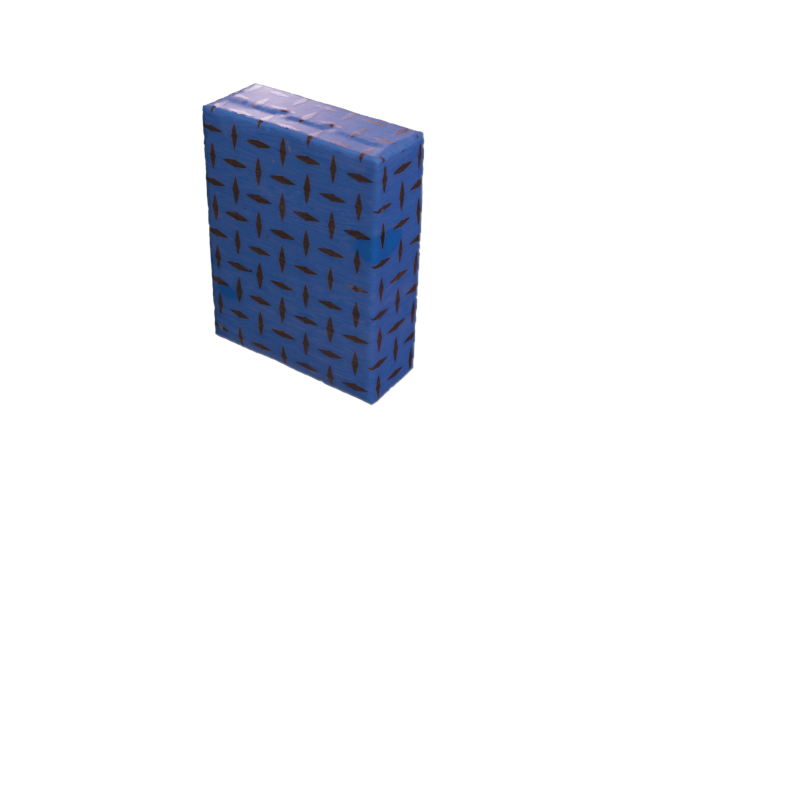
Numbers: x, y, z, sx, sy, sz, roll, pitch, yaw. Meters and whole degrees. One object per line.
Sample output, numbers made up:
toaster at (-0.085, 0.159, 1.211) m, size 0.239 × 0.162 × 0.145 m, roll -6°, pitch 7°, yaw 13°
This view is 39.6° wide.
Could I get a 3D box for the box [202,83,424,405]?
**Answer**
box at (-0.068, -0.124, 0.867) m, size 0.173 × 0.201 × 0.072 m, roll 23°, pitch 38°, yaw 29°
